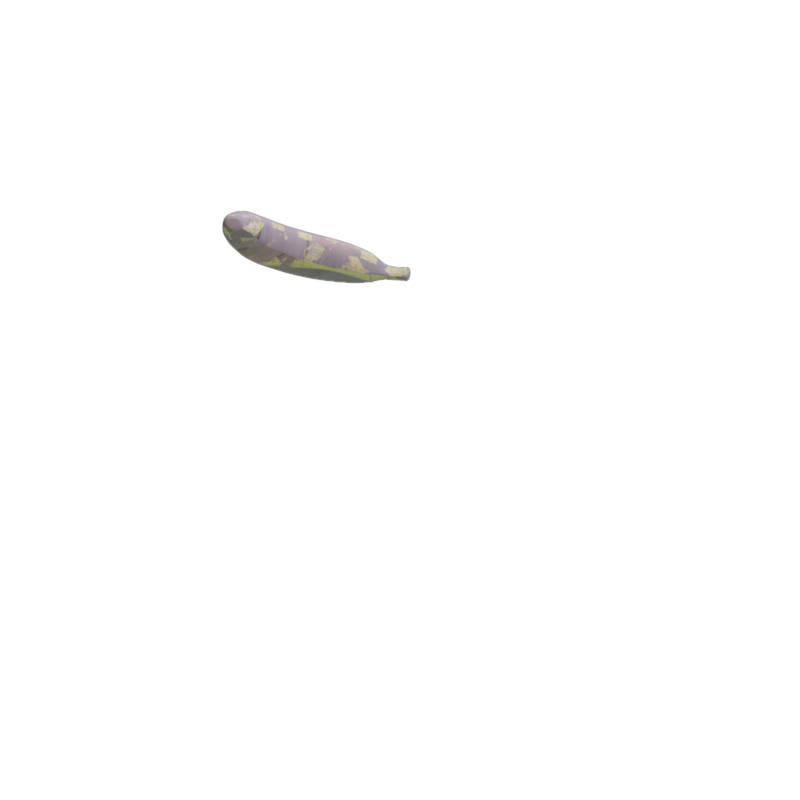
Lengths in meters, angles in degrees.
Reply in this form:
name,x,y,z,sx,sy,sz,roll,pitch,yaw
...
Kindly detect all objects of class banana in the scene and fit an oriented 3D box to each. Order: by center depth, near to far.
name,x,y,z,sx,sy,sz,roll,pitch,yaw
banana,-0.081,-0.126,0.912,0.188,0.038,0.071,8,-13,-43
